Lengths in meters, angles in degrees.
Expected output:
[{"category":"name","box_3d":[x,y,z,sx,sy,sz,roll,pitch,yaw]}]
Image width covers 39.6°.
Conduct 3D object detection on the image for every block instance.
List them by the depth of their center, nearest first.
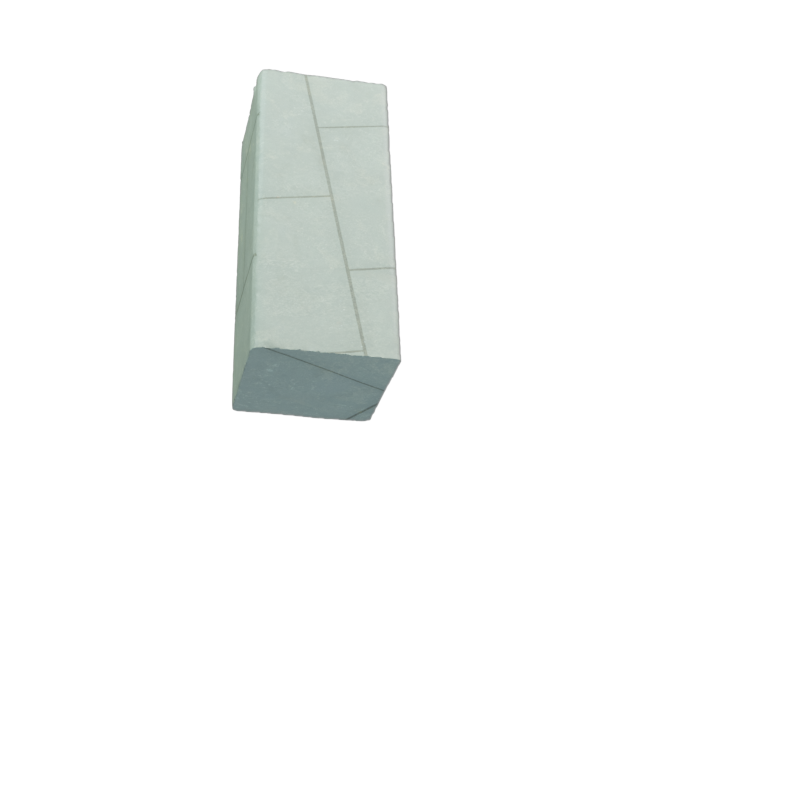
[{"category":"block","box_3d":[-0.057,-0.102,0.715,0.089,0.220,0.086,5,-31,-12]}]
